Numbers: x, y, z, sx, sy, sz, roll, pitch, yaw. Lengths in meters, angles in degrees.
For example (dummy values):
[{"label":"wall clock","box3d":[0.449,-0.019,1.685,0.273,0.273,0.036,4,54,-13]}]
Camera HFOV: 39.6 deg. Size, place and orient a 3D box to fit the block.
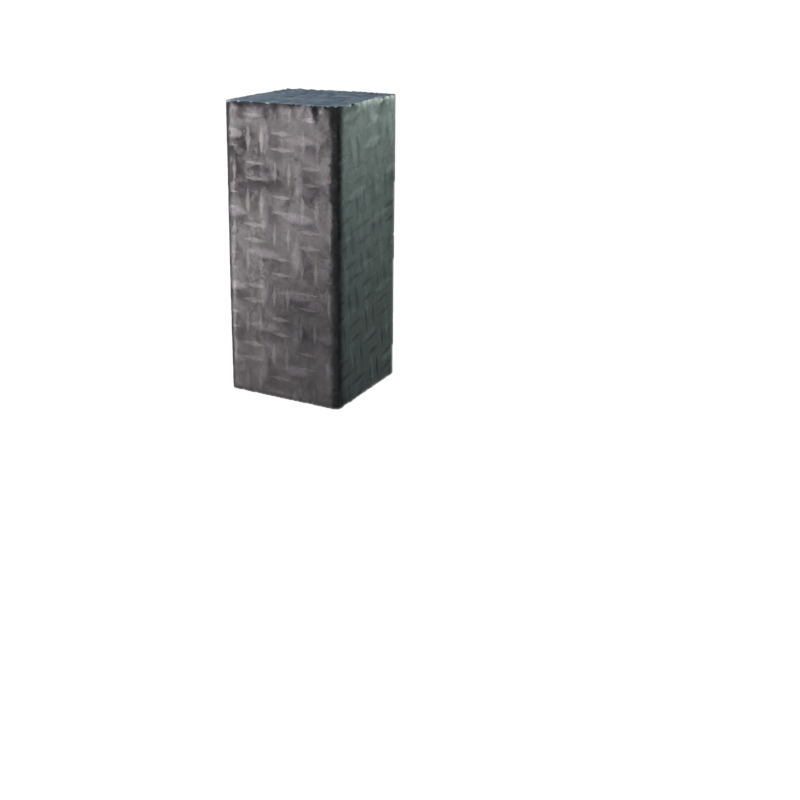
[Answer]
[{"label":"block","box3d":[-0.062,-0.112,0.784,0.094,0.199,0.090,9,17,26]}]
